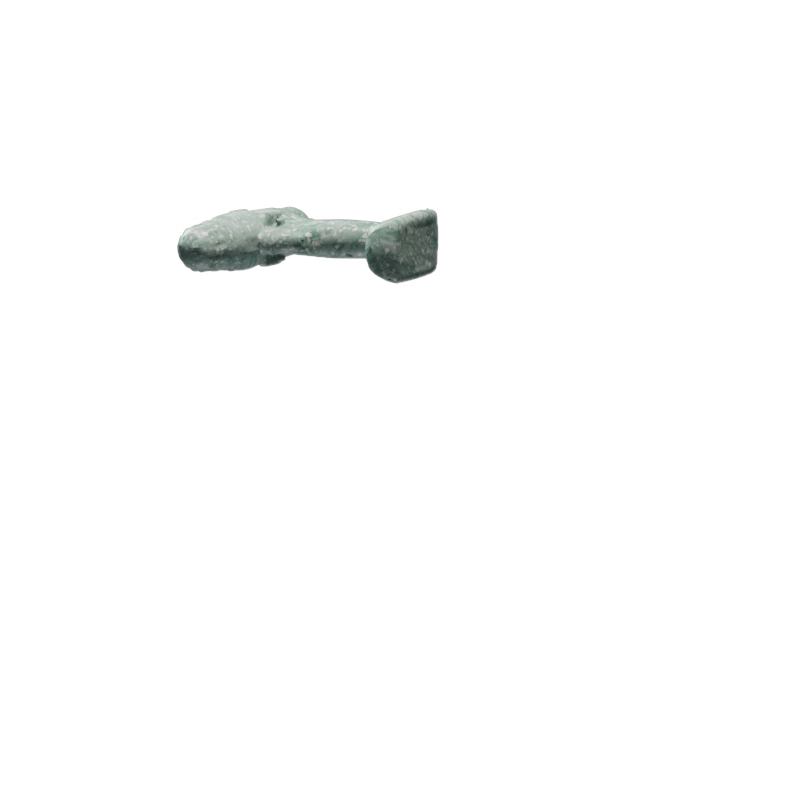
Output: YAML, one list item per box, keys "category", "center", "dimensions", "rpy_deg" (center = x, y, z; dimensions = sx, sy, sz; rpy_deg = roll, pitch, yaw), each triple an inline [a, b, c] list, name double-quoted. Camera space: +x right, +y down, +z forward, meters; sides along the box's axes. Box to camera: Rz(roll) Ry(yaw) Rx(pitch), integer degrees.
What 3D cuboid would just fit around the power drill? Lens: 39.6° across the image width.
- category: "power drill"
  center: [-0.074, -0.136, 0.951]
  dimensions: [0.195, 0.056, 0.183]
  rpy_deg: [8, 18, 25]
